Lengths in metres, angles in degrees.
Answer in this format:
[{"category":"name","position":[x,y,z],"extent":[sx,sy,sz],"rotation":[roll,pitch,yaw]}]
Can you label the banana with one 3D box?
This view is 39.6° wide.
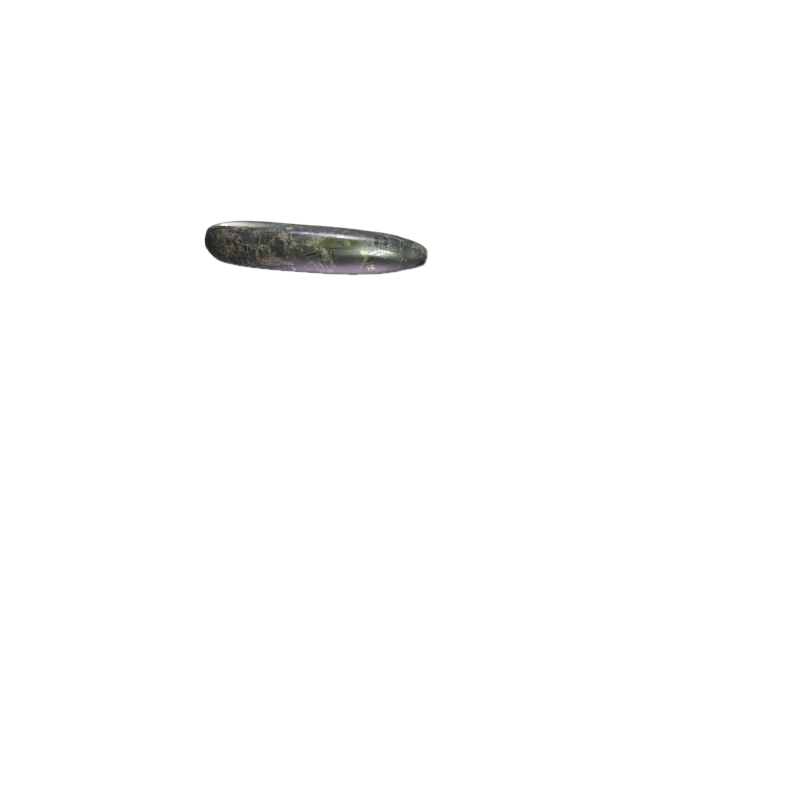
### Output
[{"category":"banana","position":[-0.080,-0.122,0.869],"extent":[0.205,0.036,0.069],"rotation":[9,18,26]}]
